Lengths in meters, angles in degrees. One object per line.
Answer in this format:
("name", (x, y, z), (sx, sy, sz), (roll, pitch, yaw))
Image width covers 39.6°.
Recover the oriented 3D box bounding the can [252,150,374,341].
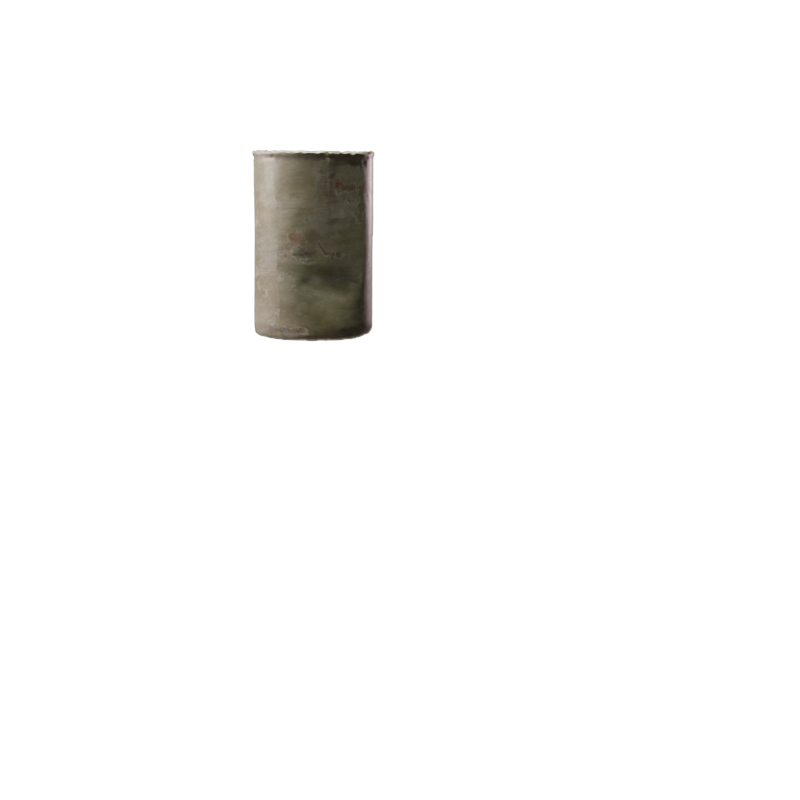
("can", (-0.049, -0.089, 0.620), (0.068, 0.101, 0.070), (0, 7, -2))
